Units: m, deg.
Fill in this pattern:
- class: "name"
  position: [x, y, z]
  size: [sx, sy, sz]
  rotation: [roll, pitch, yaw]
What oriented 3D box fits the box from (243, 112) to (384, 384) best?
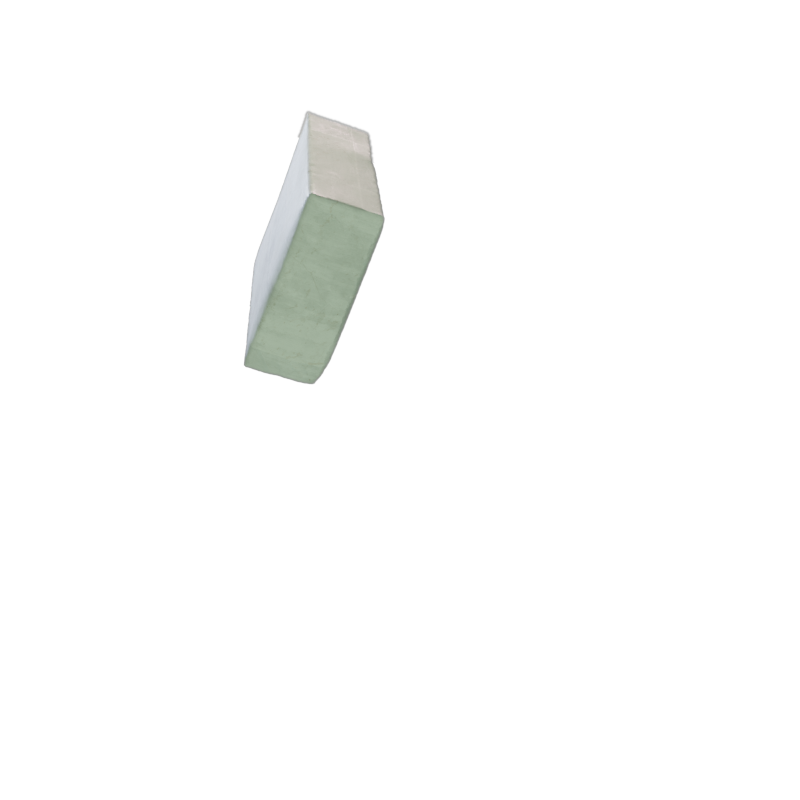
- class: "box"
  position: [-0.076, -0.139, 0.972]
  size: [0.070, 0.158, 0.226]
  rotation: [18, 26, -13]
